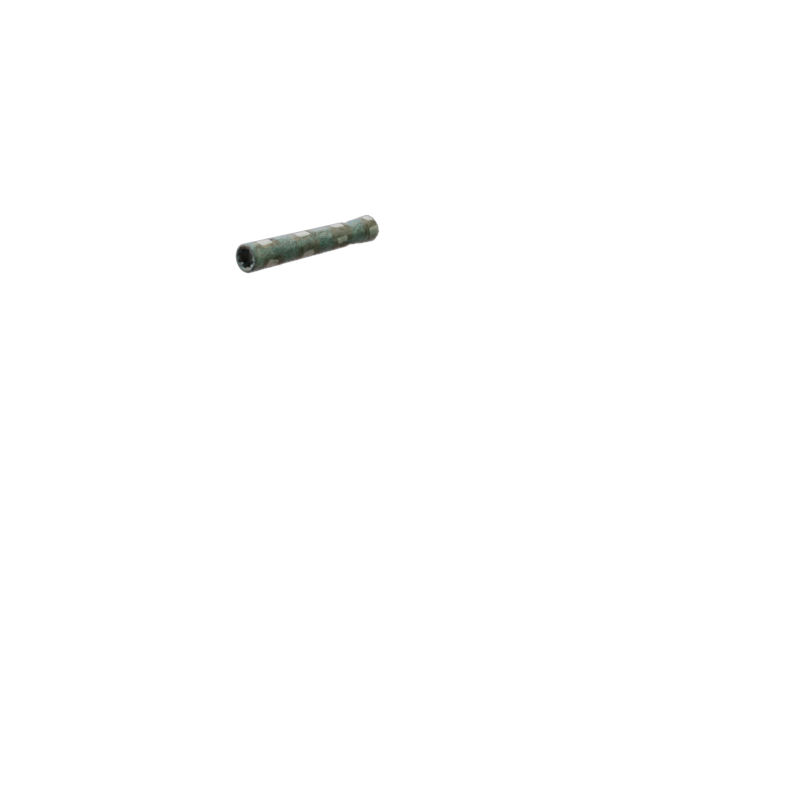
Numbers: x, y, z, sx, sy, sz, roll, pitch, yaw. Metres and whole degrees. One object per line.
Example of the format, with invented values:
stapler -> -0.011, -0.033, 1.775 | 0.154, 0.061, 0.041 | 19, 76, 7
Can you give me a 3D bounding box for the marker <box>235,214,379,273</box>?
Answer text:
marker -> -0.057, -0.104, 0.726 | 0.021, 0.019, 0.119 | 4, 18, 42
